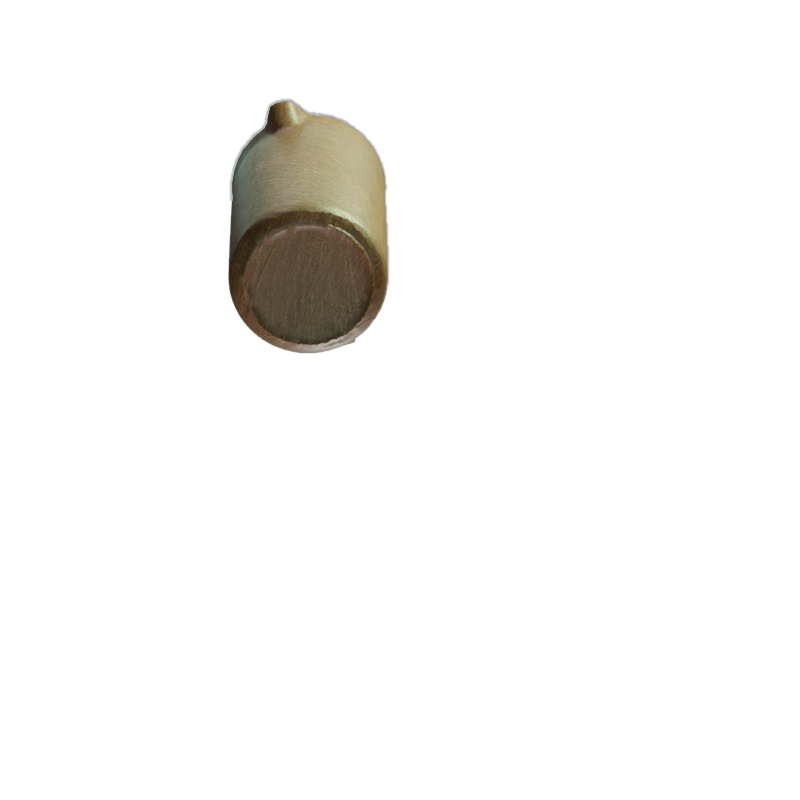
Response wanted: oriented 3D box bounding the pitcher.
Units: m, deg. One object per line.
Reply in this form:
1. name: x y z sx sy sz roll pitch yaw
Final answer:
1. pitcher: -0.067 -0.122 0.852 0.145 0.142 0.256 27 20 -15
